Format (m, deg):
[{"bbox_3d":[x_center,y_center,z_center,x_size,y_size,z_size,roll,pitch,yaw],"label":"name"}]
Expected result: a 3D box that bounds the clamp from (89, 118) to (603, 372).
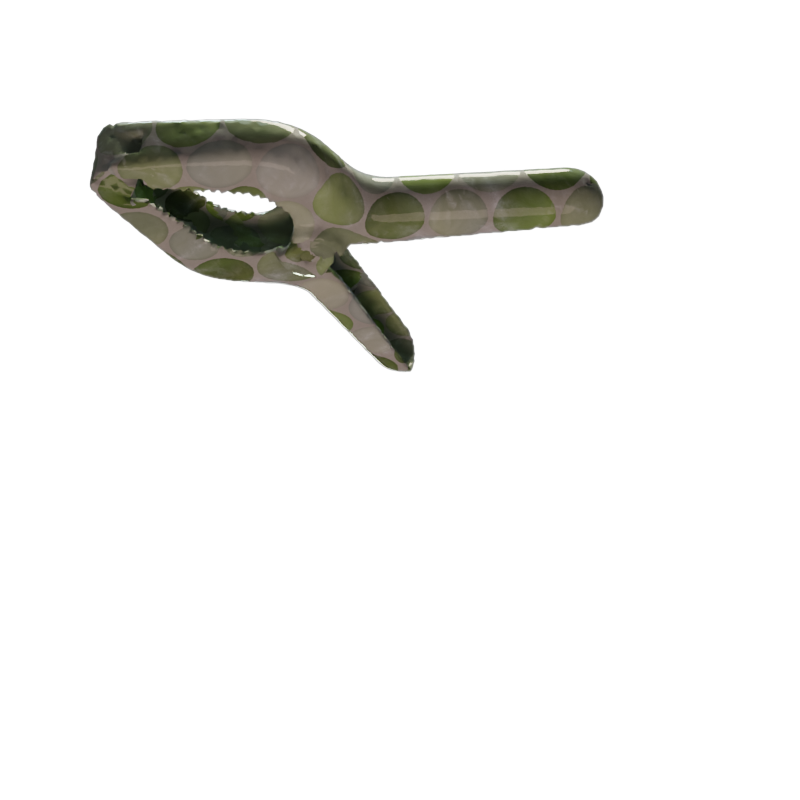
[{"bbox_3d":[-0.039,-0.072,0.503,0.203,0.039,0.159,12,-34,-19],"label":"clamp"}]
